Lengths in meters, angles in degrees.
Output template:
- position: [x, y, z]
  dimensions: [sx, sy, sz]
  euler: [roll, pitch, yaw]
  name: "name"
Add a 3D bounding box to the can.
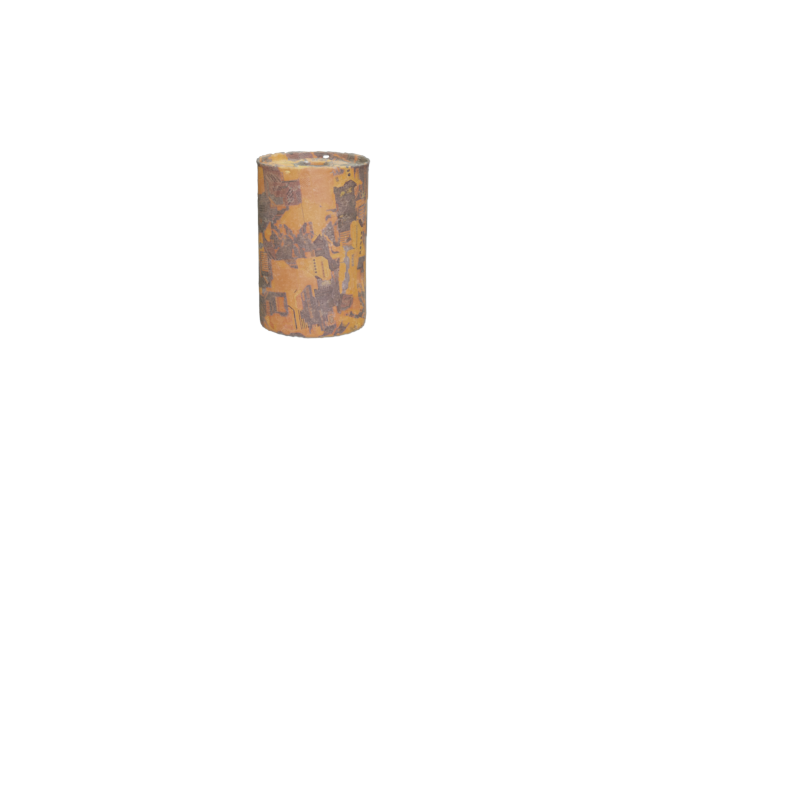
- position: [-0.053, -0.096, 0.671]
  dimensions: [0.068, 0.099, 0.071]
  euler: [0, 16, -2]
  name: "can"
